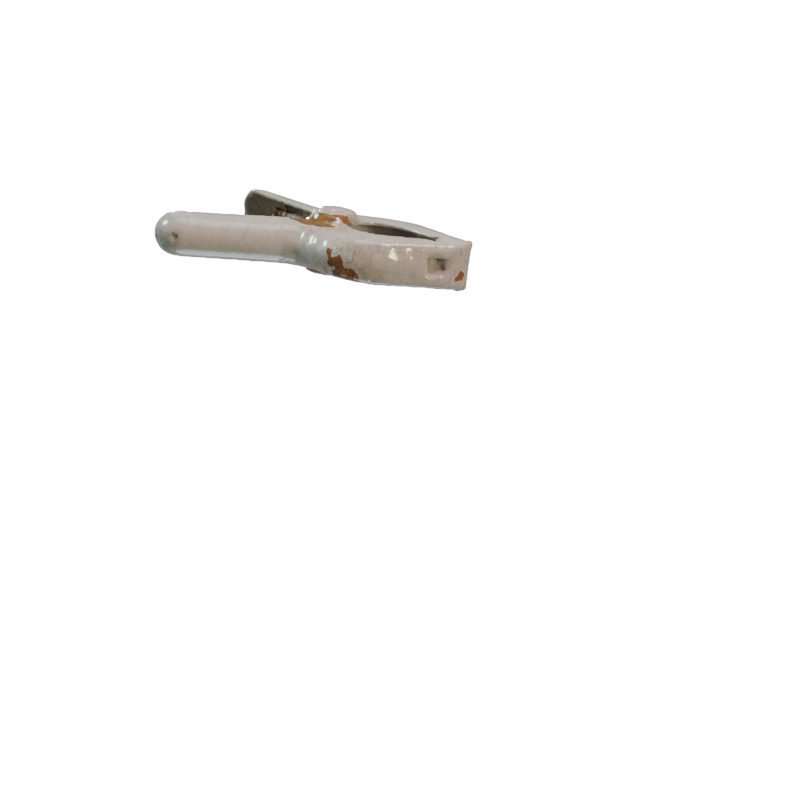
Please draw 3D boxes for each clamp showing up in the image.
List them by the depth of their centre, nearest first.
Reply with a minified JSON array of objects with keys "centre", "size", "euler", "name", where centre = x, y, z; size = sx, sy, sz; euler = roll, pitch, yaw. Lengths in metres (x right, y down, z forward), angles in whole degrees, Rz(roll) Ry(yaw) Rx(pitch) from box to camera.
[{"centre":[-0.049,-0.089,0.626],"size":[0.179,0.037,0.120],"euler":[14,27,29],"name":"clamp"}]
